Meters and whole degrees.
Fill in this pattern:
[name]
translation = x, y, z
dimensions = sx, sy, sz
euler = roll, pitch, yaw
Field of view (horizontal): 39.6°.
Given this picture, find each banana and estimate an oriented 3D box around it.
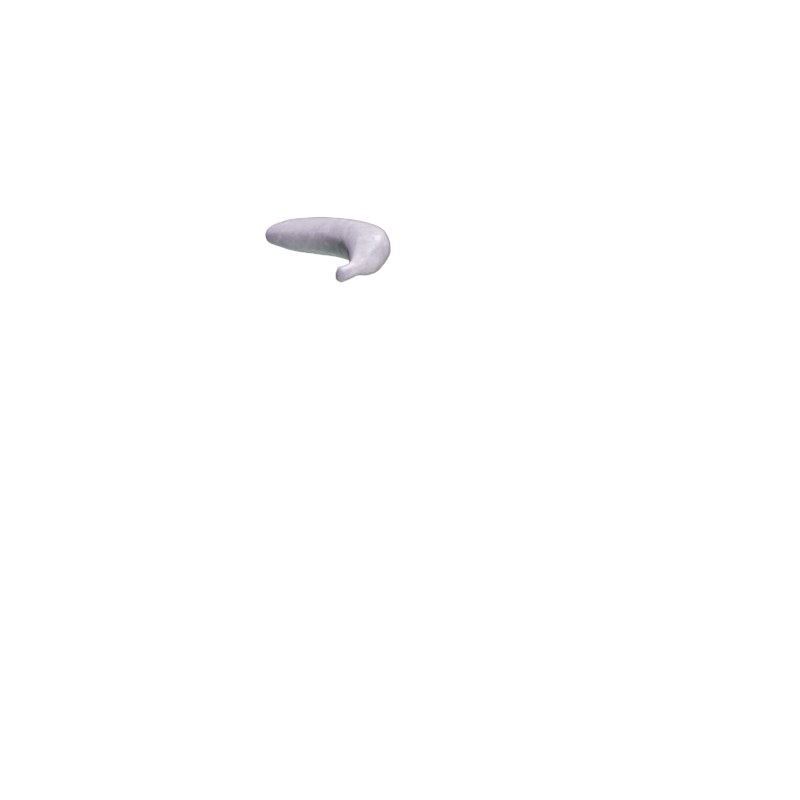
[banana]
translation = -0.056, -0.137, 0.955
dimensions = 0.068, 0.036, 0.208
euler = -6, 17, -22
